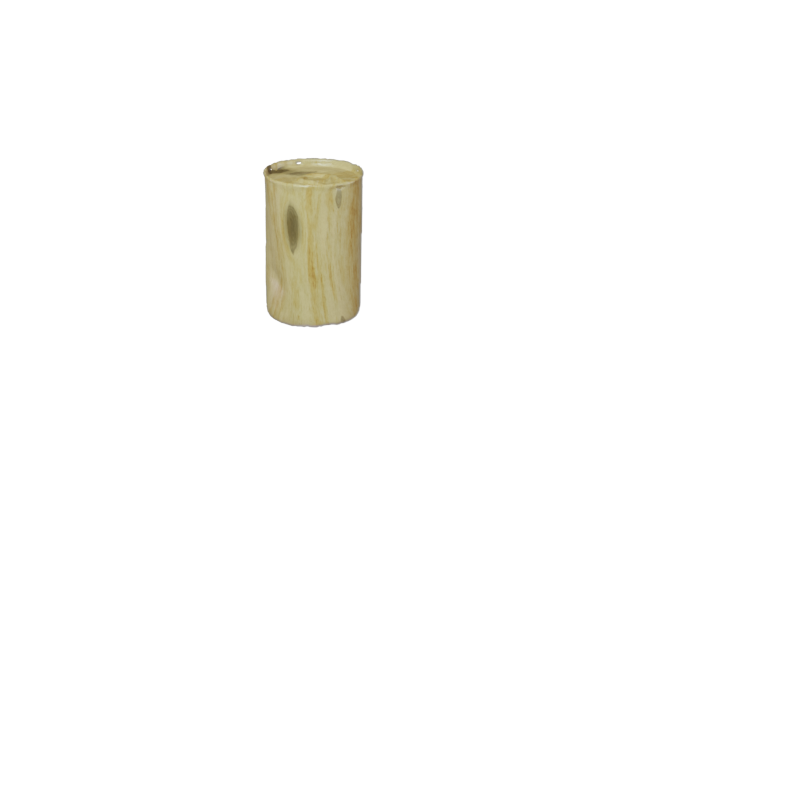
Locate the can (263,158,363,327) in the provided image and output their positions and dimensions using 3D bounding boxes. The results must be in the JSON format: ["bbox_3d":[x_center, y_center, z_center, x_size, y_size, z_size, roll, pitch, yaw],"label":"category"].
[{"bbox_3d":[-0.060,-0.109,0.764,0.068,0.098,0.072,0,22,-2],"label":"can"}]
